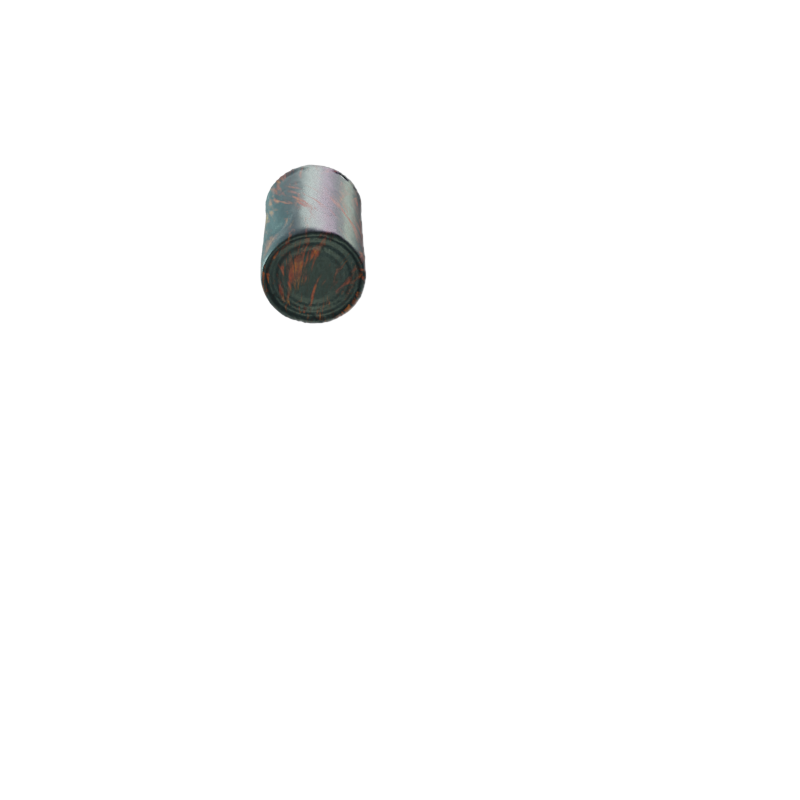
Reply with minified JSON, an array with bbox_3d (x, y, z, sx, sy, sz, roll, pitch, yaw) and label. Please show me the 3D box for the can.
[{"bbox_3d":[-0.058,-0.105,0.735,0.068,0.064,0.109,-1,32,-3],"label":"can"}]
